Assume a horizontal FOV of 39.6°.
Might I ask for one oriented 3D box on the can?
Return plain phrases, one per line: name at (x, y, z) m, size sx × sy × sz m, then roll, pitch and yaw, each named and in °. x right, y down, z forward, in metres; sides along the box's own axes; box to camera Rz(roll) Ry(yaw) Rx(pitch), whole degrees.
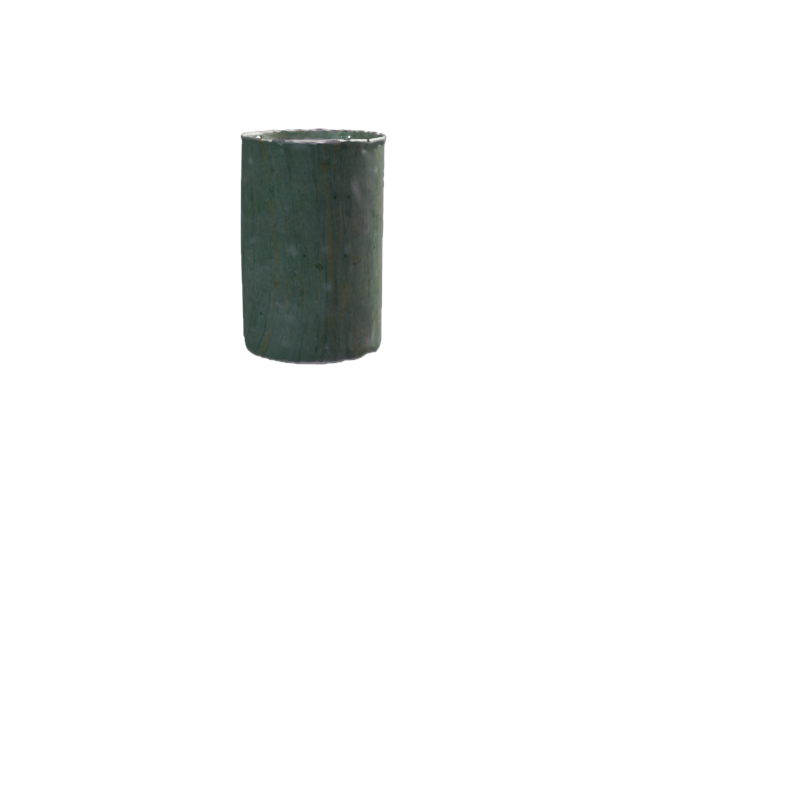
can at (-0.041, -0.075, 0.524) m, size 0.068 × 0.099 × 0.071 m, roll 0°, pitch 13°, yaw -2°
